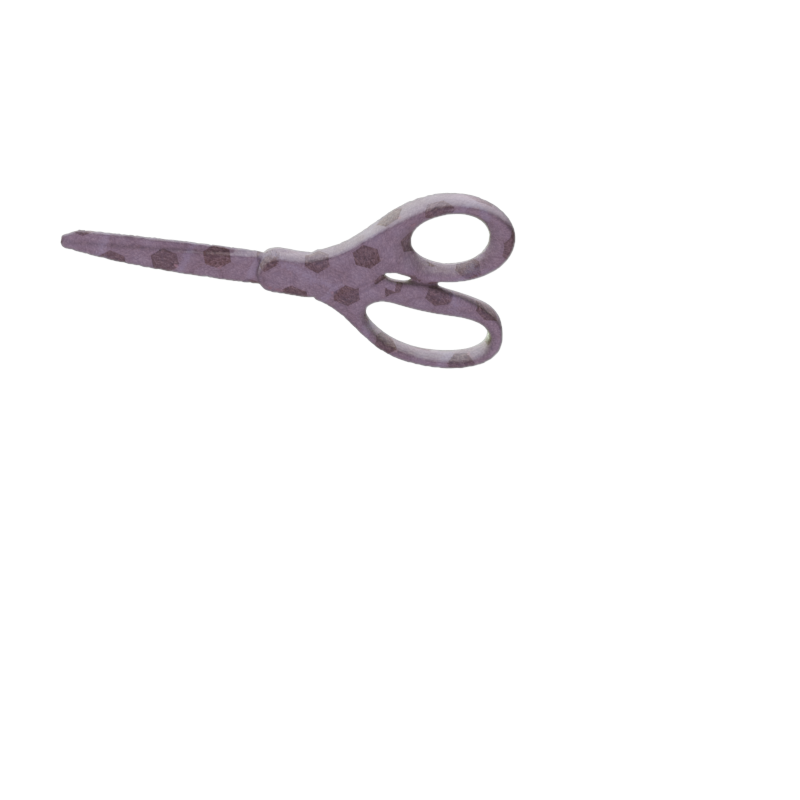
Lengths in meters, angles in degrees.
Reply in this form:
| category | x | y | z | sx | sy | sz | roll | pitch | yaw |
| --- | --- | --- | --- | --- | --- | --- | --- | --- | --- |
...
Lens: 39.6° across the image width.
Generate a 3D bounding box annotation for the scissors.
| category | x | y | z | sx | sy | sz | roll | pitch | yaw |
| --- | --- | --- | --- | --- | --- | --- | --- | --- | --- |
| scissors | -0.038 | -0.069 | 0.485 | 0.196 | 0.093 | 0.017 | 21 | 30 | -13 |
